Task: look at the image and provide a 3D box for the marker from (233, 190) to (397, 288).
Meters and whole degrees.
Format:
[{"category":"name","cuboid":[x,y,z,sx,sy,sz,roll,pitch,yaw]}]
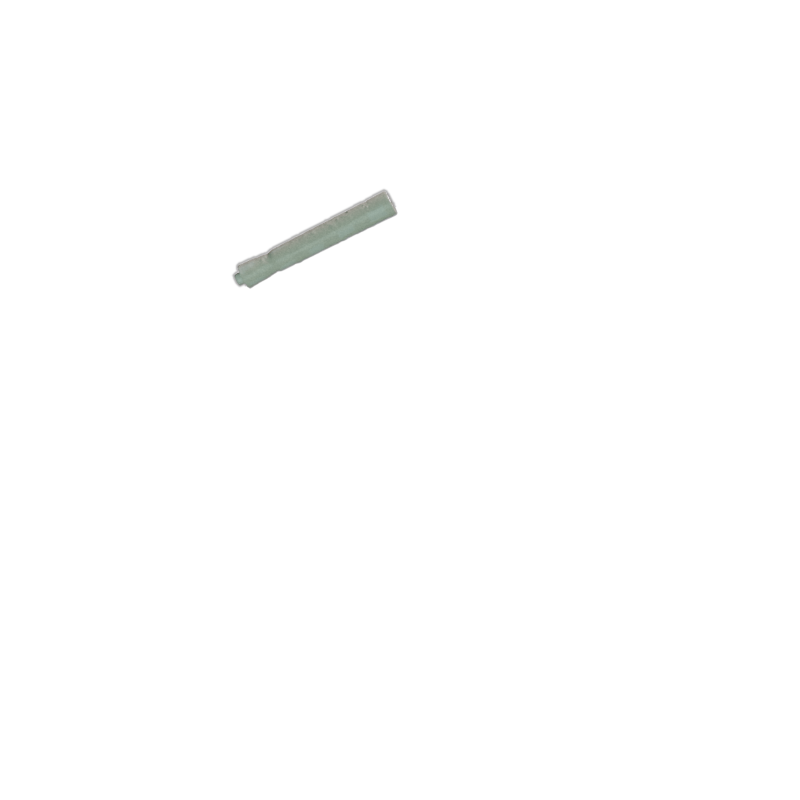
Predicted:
[{"category":"marker","cuboid":[-0.060,-0.109,0.762,0.121,0.020,0.020,-26,0,9]}]
